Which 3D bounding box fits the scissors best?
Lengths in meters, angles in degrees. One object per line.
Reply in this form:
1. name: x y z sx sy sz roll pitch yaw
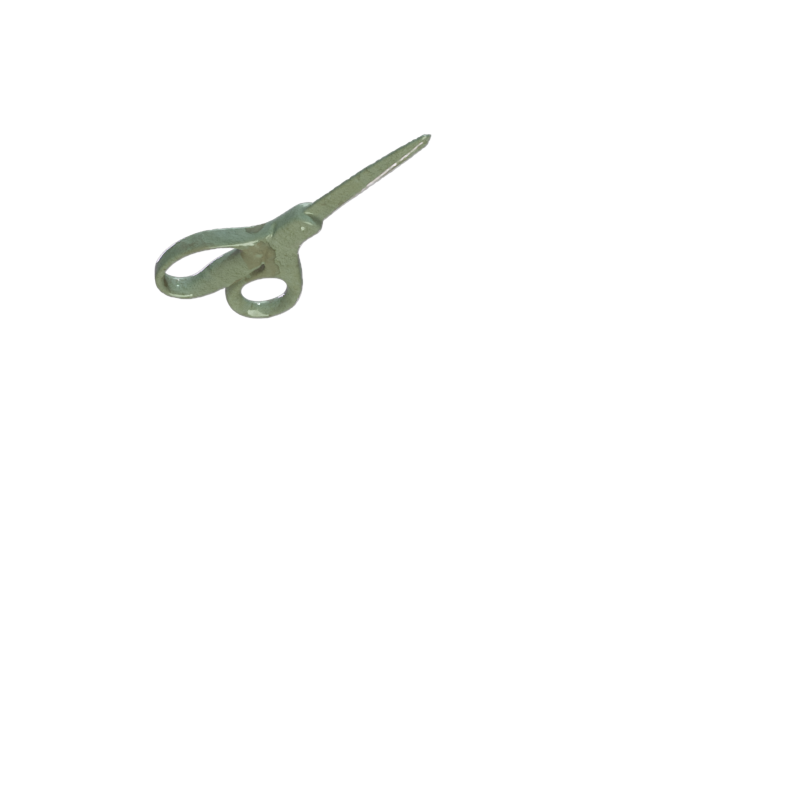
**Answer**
1. scissors: -0.049 -0.089 0.627 0.204 0.017 0.089 -16 -32 28
